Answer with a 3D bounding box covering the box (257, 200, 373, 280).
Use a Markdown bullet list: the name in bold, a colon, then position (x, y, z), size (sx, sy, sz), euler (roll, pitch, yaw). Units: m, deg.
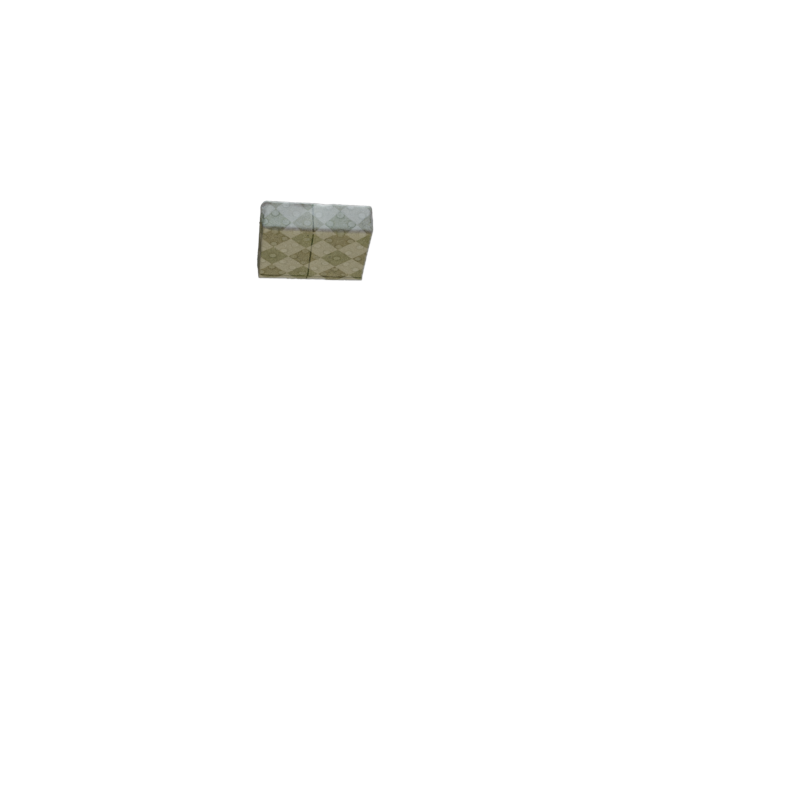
- **box**: position (-0.070, -0.128, 0.894), size (0.089, 0.032, 0.069), euler (3, -28, -5)
